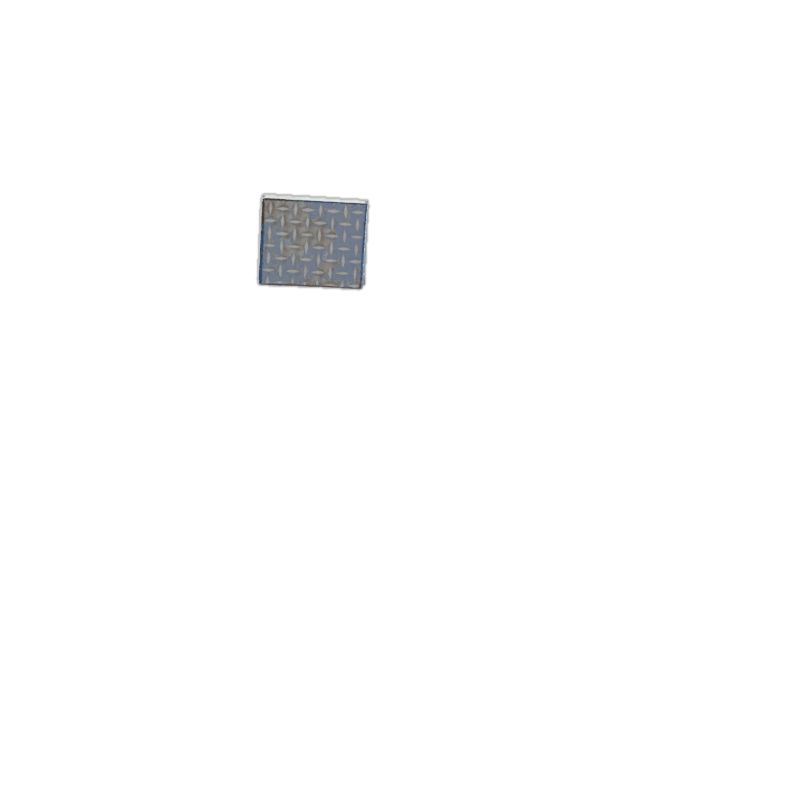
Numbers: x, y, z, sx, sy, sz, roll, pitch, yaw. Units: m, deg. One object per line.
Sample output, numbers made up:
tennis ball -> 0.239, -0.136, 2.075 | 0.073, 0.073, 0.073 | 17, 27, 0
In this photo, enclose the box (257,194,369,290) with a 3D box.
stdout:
box -> -0.072, -0.131, 0.918 | 0.089, 0.071, 0.031 | 3, 10, -1
